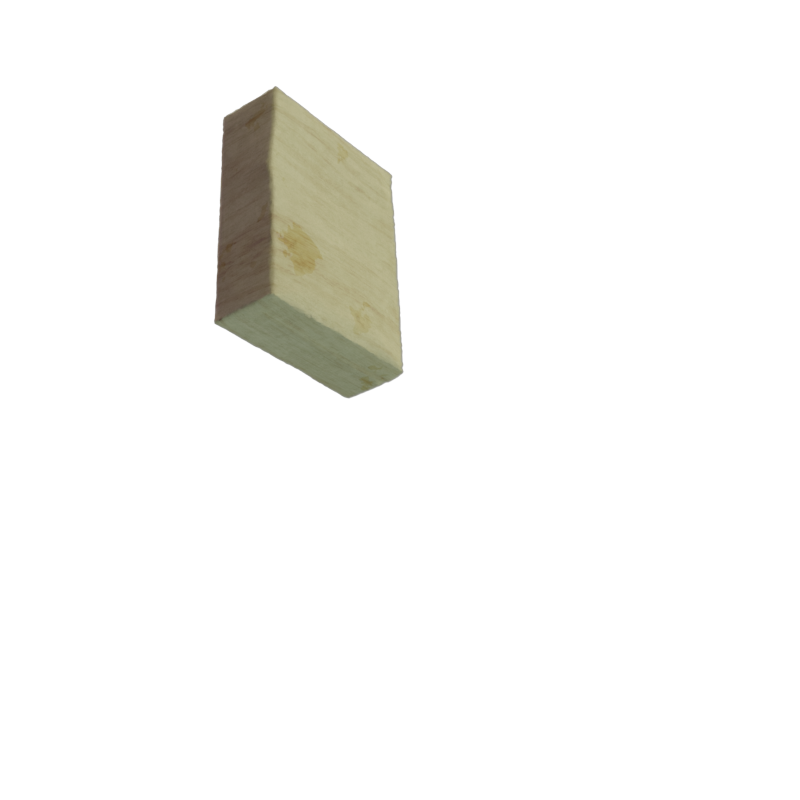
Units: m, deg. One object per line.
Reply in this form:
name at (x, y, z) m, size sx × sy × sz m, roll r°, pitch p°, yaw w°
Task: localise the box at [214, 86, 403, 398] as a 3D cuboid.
box at (-0.073, -0.132, 0.927) m, size 0.072 × 0.228 × 0.153 m, roll -26°, pitch -40°, yaw 32°
